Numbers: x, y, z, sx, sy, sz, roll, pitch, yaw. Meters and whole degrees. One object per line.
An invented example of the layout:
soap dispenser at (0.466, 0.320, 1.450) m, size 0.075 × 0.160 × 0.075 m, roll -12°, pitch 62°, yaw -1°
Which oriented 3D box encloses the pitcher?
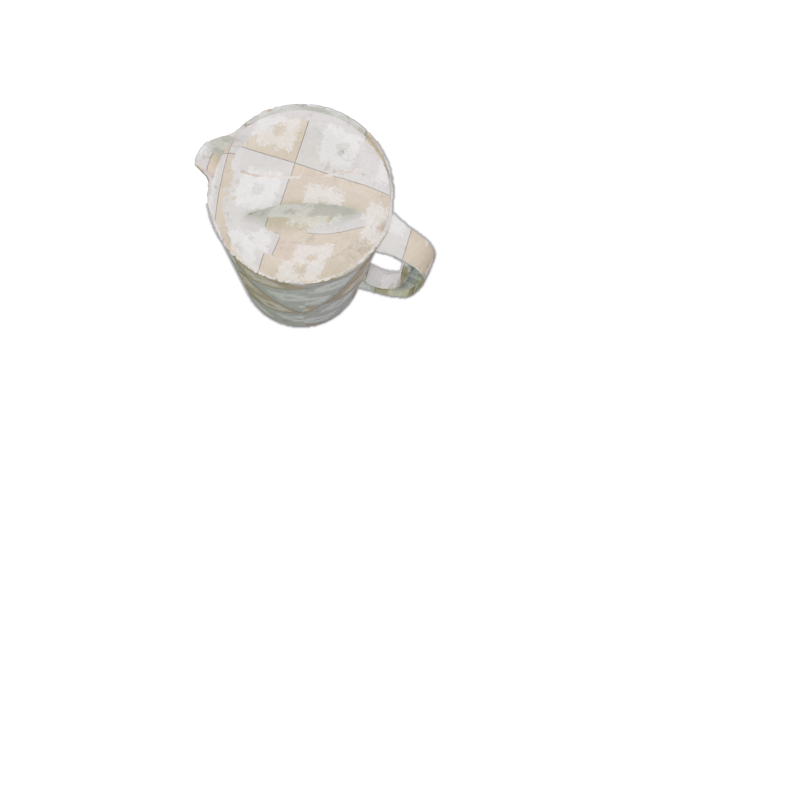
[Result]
pitcher at (-0.070, -0.127, 0.889) m, size 0.144 × 0.154 × 0.237 m, roll -21°, pitch -8°, yaw -6°
